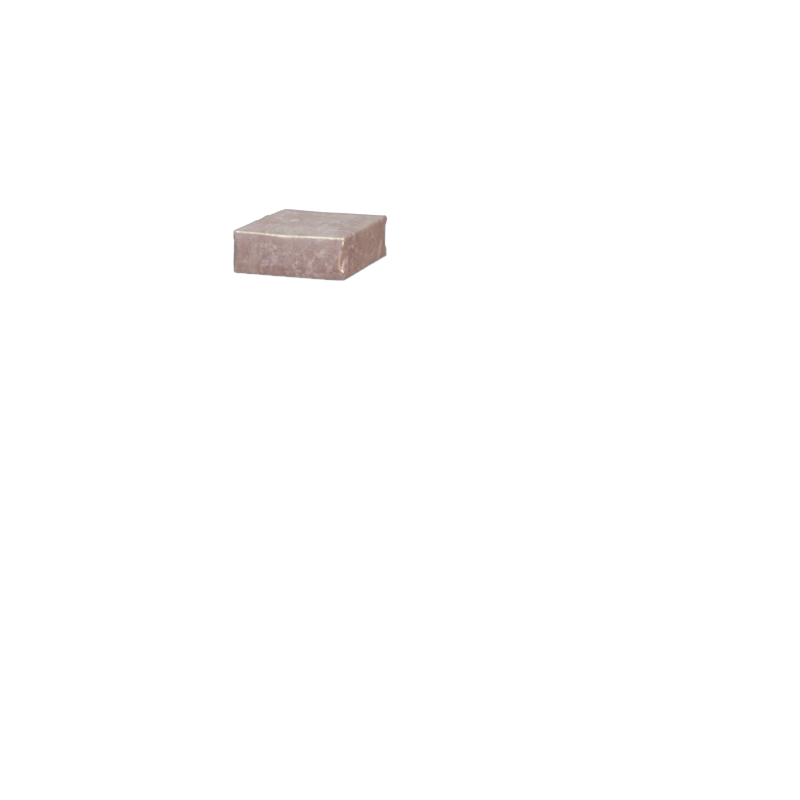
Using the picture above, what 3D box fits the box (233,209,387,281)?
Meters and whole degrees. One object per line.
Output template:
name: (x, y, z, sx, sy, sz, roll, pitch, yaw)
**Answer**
box: (-0.055, -0.100, 0.703, 0.075, 0.029, 0.090, 6, 19, 18)
